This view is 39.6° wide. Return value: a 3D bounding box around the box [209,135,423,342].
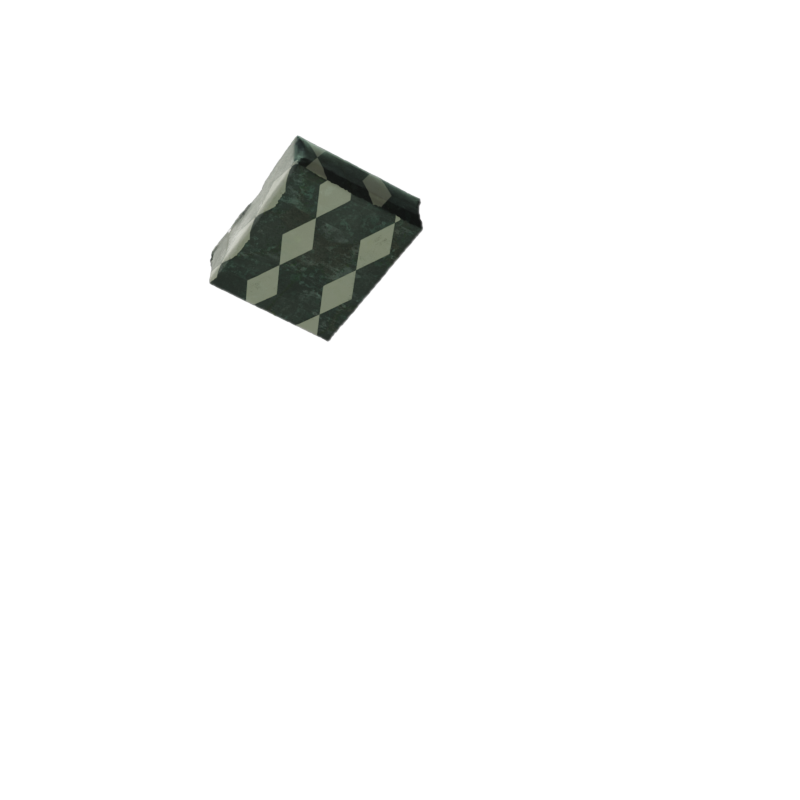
[{"bbox_3d":[-0.044,-0.079,0.555,0.070,0.032,0.087,26,-54,-22],"label":"box"}]
